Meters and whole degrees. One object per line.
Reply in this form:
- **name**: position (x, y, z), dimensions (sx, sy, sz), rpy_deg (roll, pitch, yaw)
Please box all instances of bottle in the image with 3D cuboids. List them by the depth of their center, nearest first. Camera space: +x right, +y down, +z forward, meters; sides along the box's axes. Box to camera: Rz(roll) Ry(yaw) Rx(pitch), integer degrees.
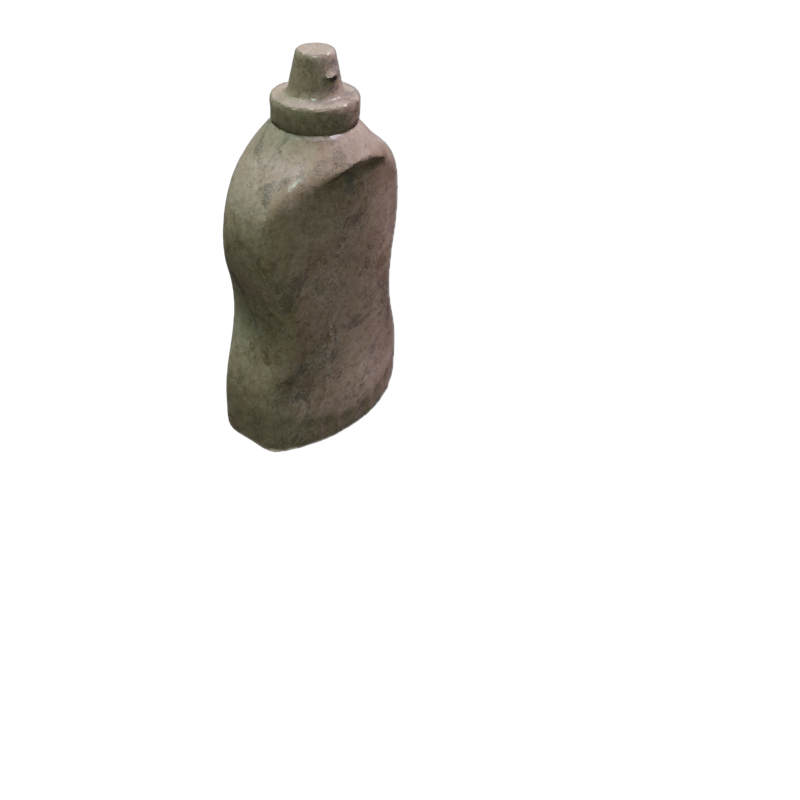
- **bottle**: position (-0.041, -0.075, 0.528), dimensions (0.062, 0.180, 0.096), rpy_deg (26, 38, 35)
